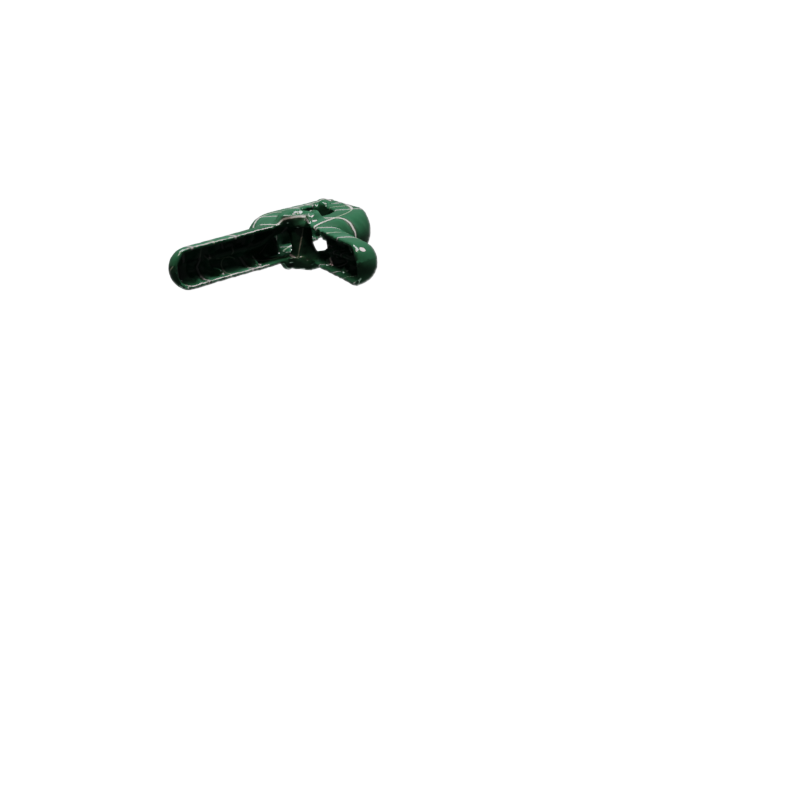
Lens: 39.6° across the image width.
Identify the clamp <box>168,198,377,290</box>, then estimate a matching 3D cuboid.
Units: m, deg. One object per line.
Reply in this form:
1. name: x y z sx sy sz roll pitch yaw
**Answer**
1. clamp: -0.054 -0.098 0.686 0.124 0.038 0.174 7 23 17
